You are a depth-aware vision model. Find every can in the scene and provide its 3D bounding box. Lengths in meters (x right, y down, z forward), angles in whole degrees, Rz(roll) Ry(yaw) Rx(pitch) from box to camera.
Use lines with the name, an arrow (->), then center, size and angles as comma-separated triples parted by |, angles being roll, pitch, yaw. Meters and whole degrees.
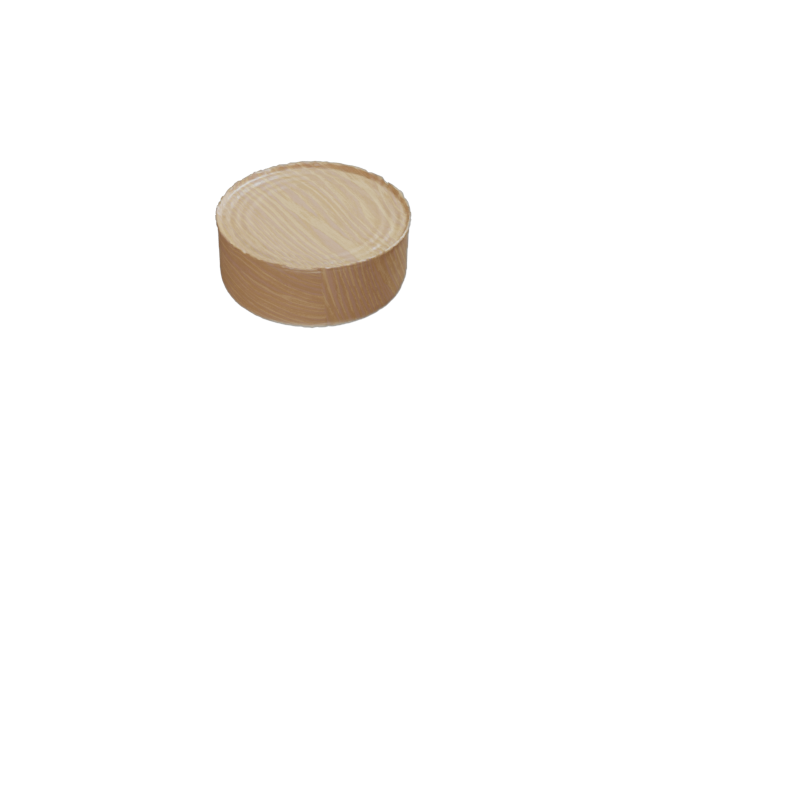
can -> -0.039, -0.070, 0.494 | 0.086, 0.031, 0.092 | -1, 40, -2
